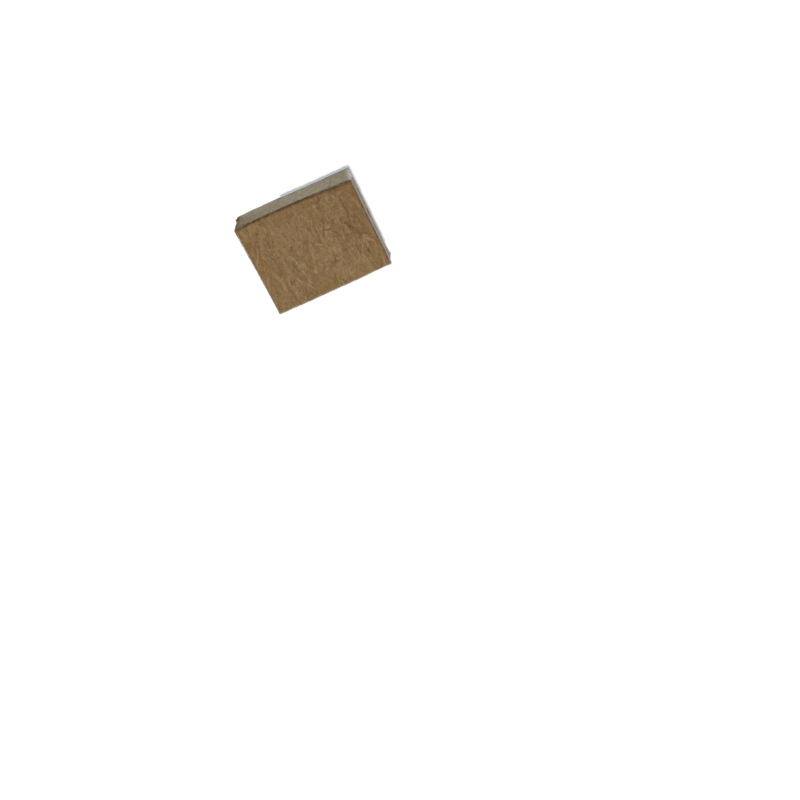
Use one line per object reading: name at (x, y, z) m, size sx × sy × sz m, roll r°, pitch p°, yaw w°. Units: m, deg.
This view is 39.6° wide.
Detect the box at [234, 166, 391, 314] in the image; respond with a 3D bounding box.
box at (-0.076, -0.139, 0.972) m, size 0.114 × 0.085 × 0.041 m, roll -23°, pitch 22°, yaw 9°
